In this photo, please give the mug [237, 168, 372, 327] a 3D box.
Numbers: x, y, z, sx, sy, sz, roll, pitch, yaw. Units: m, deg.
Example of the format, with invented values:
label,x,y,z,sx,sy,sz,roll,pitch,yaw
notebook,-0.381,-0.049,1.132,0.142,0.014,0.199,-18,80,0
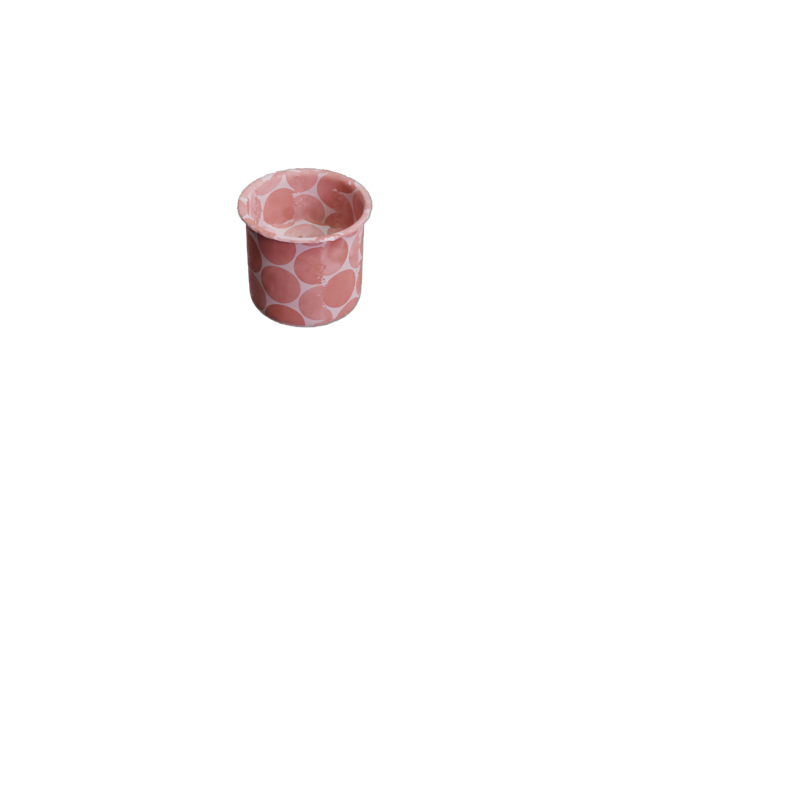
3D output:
label,x,y,z,sx,sy,sz,roll,pitch,yaw
mug,-0.062,-0.113,0.791,0.097,0.076,0.121,18,42,19
